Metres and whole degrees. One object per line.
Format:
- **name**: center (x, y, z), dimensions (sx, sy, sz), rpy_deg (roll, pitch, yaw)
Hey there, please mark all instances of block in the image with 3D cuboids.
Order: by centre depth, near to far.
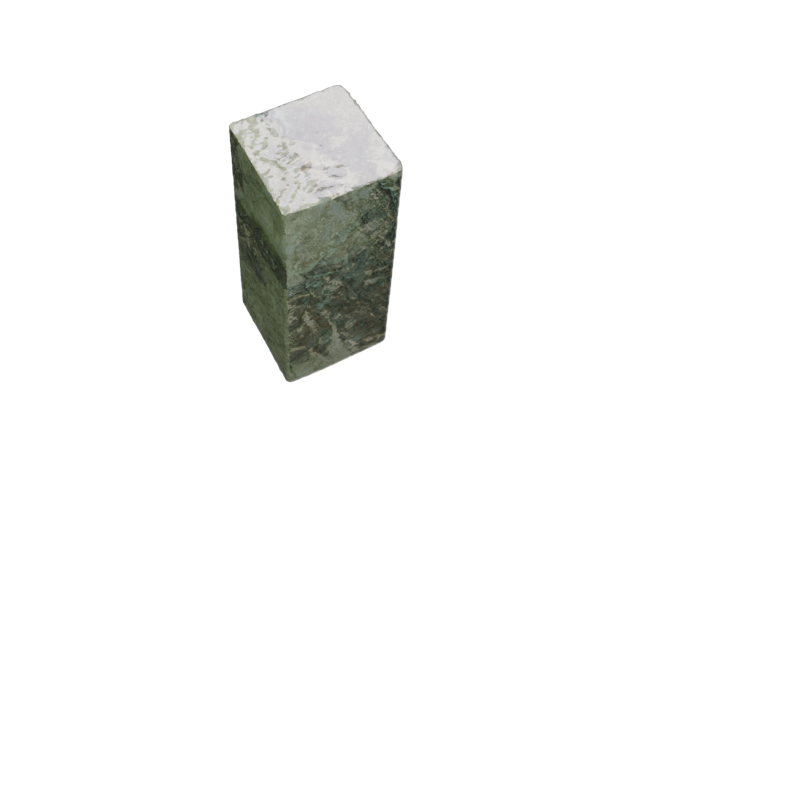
- **block**: center (-0.063, -0.116, 0.809), dimensions (0.090, 0.097, 0.193), rpy_deg (-23, -29, -17)
